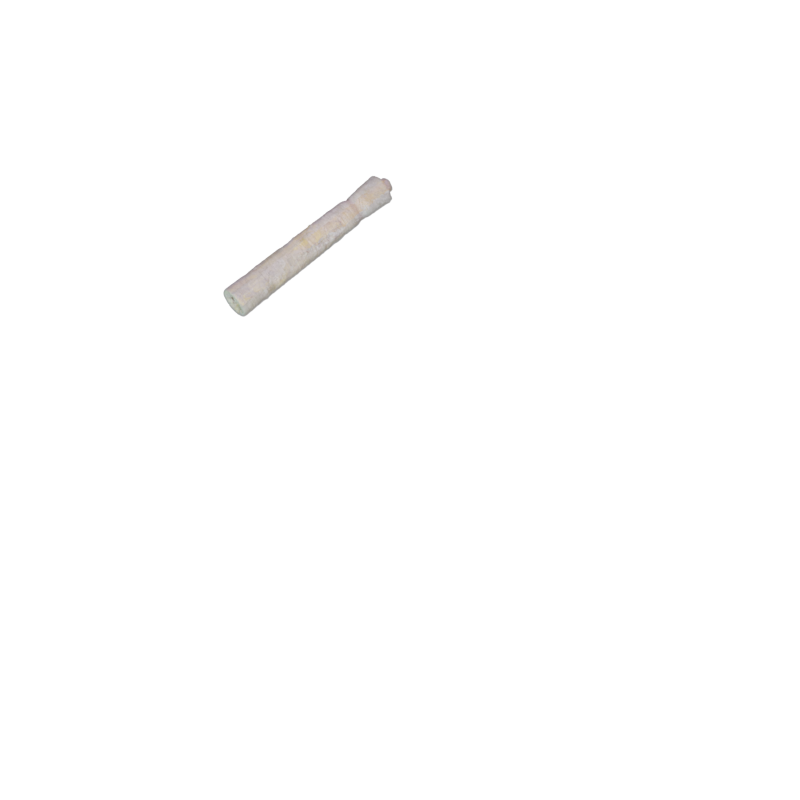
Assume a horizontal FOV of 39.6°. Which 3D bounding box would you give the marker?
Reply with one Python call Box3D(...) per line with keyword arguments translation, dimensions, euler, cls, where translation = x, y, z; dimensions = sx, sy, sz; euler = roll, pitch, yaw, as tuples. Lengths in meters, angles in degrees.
Box3D(translation=(-0.050, -0.091, 0.637), dimensions=(0.122, 0.019, 0.020), euler=(-41, 22, -21), cls="marker")
